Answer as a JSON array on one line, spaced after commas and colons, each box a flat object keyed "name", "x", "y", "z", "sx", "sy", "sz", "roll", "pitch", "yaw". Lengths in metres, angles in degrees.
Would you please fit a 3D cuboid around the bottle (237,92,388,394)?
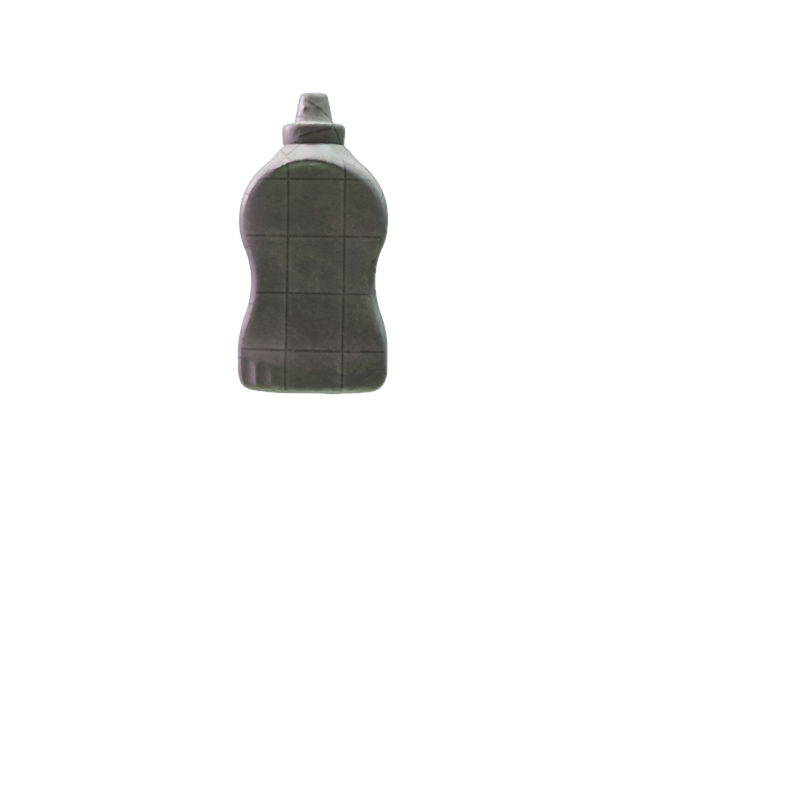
[{"name": "bottle", "x": -0.056, "y": -0.103, "z": 0.720, "sx": 0.097, "sy": 0.191, "sz": 0.058, "roll": 0, "pitch": 1, "yaw": 7}]
